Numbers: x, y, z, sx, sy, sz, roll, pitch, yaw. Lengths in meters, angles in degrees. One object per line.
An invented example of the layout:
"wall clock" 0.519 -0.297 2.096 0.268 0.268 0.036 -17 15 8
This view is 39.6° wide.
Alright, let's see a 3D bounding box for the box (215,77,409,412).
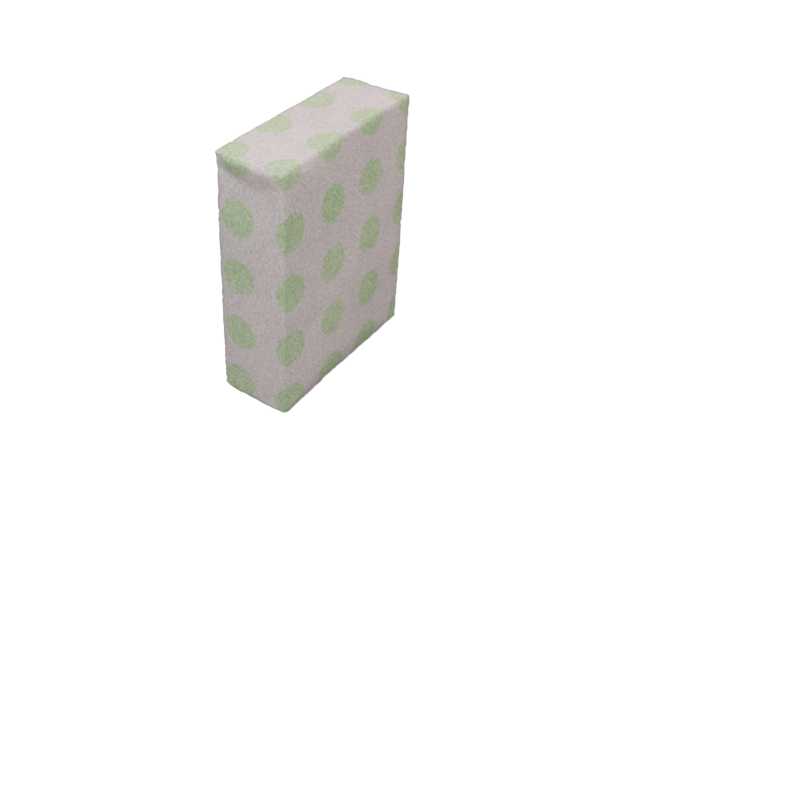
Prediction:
"box" -0.068 -0.124 0.871 0.075 0.200 0.167 22 40 25
